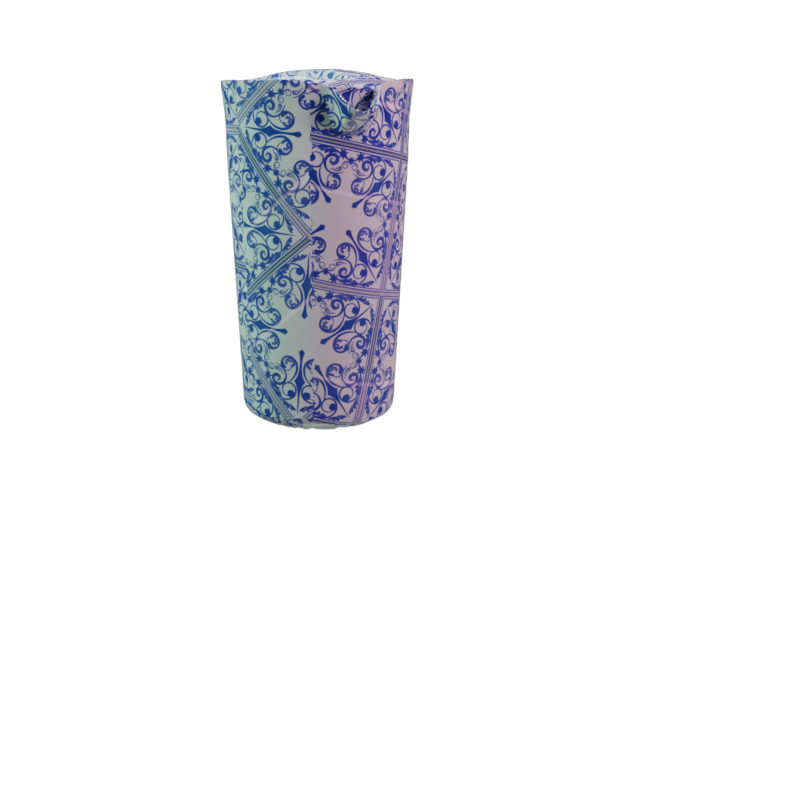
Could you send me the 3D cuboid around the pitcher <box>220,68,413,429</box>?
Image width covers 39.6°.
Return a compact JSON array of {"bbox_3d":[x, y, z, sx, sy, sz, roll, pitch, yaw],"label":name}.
[{"bbox_3d":[-0.062,-0.113,0.791,0.149,0.238,0.148,4,11,20],"label":"pitcher"}]
